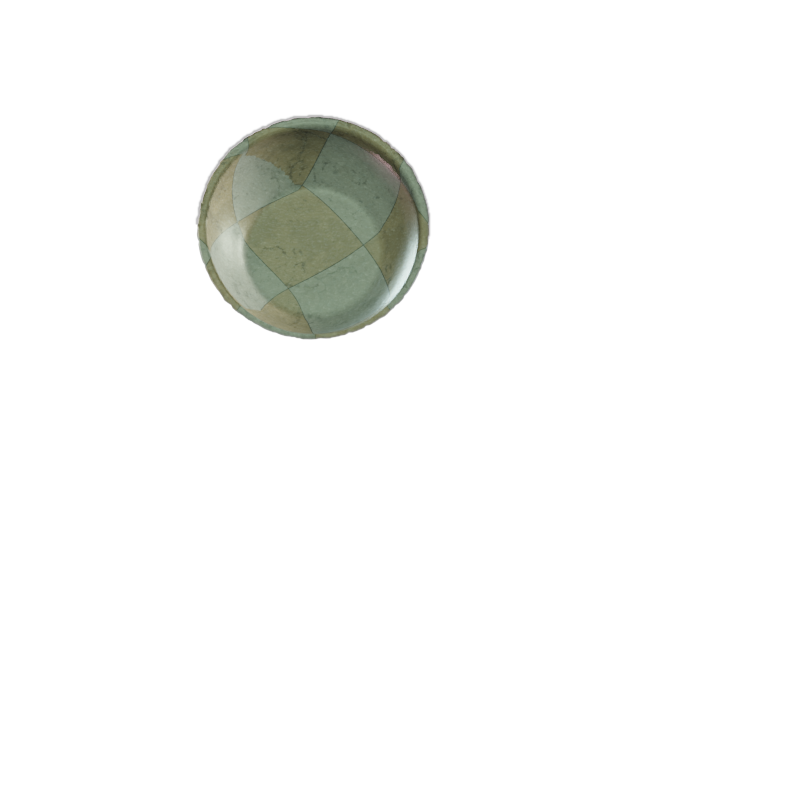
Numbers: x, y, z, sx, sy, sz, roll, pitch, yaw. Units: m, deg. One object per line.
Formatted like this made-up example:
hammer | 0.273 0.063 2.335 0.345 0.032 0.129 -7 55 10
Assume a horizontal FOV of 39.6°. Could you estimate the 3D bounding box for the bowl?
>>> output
bowl | -0.058 -0.107 0.747 0.162 0.155 0.057 0 19 -1
